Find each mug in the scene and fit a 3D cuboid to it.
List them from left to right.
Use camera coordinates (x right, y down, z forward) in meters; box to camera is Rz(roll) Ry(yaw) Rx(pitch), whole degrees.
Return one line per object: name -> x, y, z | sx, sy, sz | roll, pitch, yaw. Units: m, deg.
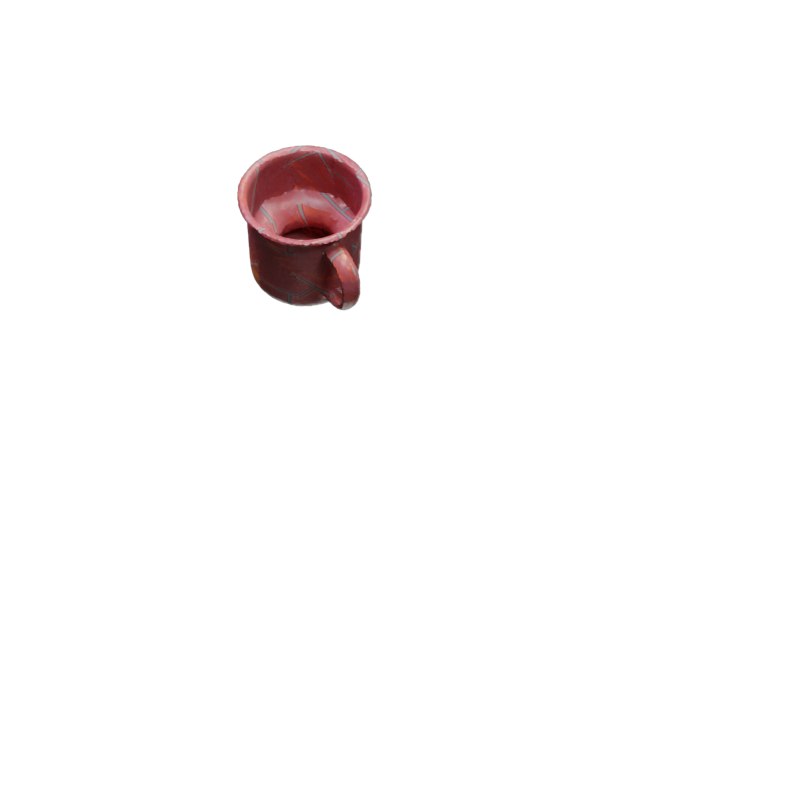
mug -> -0.062, -0.112, 0.787 | 0.093, 0.126, 0.076 | -26, -31, -19
